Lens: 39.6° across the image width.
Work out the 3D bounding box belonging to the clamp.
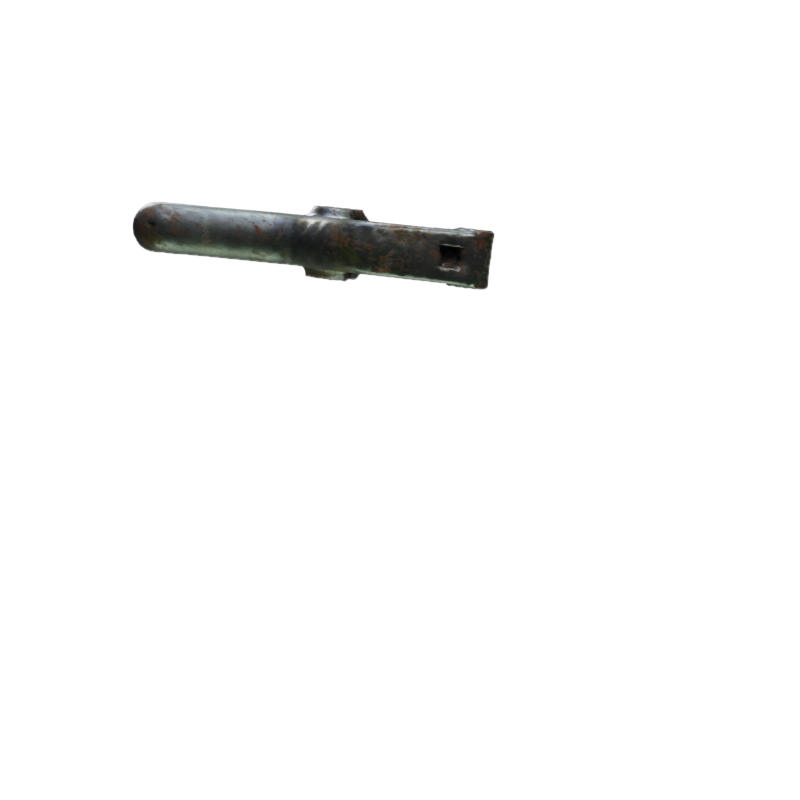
[{"bbox_3d":[-0.043,-0.078,0.543,0.179,0.038,0.117,9,14,36],"label":"clamp"}]
